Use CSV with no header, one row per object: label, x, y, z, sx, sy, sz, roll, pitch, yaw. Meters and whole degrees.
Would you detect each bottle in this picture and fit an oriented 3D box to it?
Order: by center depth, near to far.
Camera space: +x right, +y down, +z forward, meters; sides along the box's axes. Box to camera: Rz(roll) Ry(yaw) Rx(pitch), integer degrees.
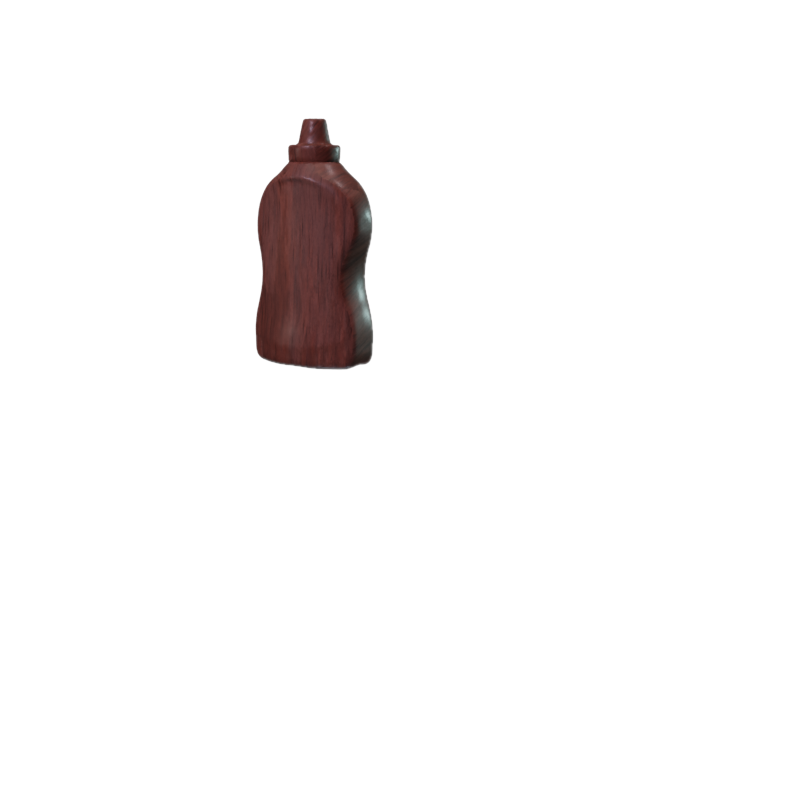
bottle,-0.068,-0.124,0.870,0.100,0.189,0.057,5,7,35
